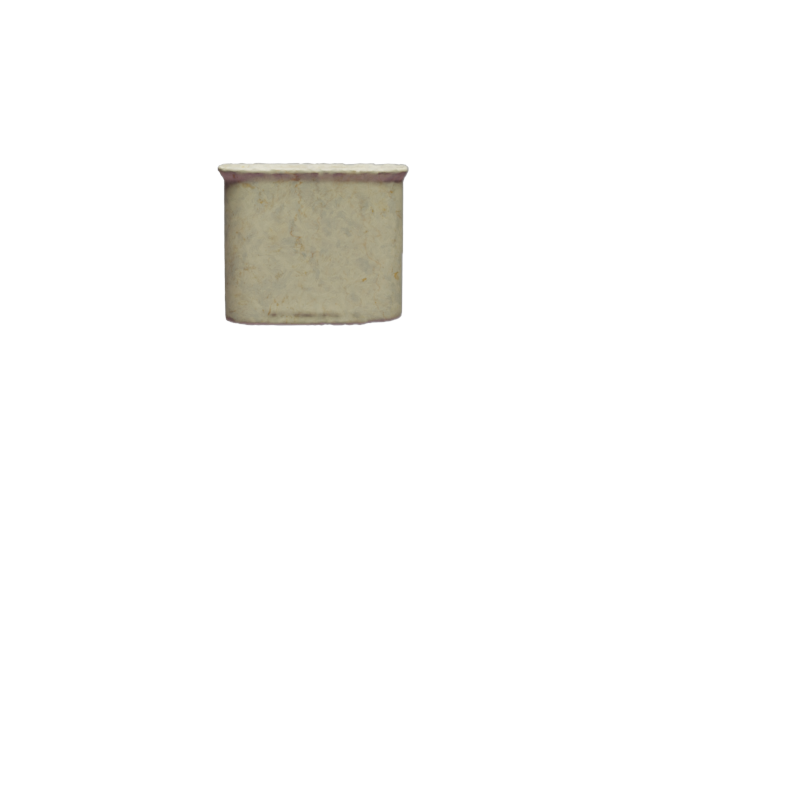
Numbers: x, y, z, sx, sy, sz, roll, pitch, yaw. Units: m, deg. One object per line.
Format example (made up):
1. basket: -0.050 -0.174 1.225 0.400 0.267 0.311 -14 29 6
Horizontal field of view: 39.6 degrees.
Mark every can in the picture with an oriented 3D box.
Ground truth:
1. can: -0.047 -0.086 0.604 0.102 0.082 0.059 0 9 -1
